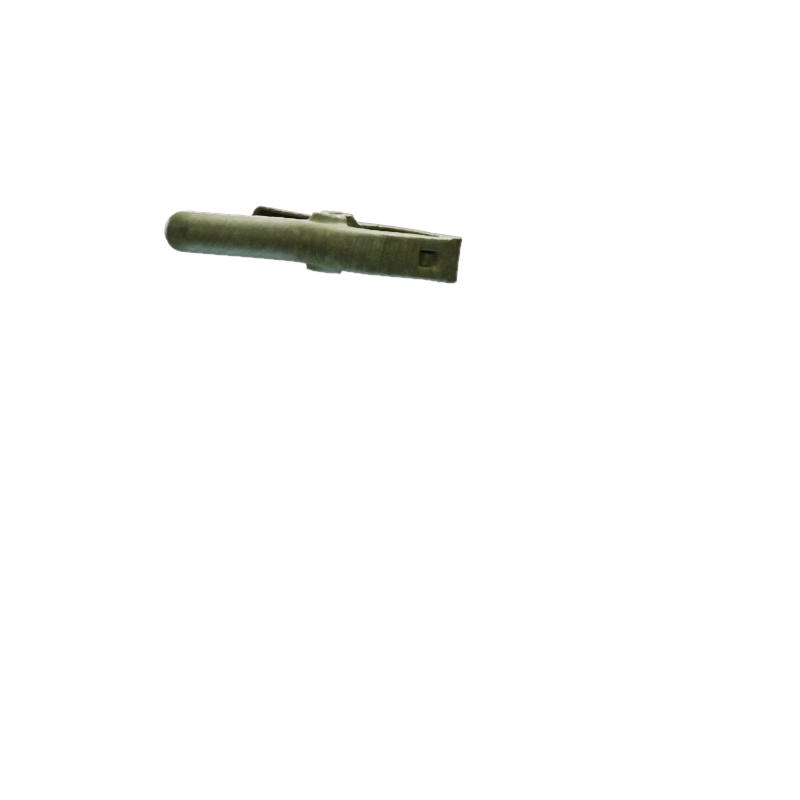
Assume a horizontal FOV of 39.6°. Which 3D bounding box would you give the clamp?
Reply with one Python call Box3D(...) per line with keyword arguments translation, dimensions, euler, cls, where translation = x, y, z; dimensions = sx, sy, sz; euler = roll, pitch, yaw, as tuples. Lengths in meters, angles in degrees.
Box3D(translation=(-0.052, -0.095, 0.665), dimensions=(0.179, 0.038, 0.119), euler=(11, 20, 31), cls="clamp")
